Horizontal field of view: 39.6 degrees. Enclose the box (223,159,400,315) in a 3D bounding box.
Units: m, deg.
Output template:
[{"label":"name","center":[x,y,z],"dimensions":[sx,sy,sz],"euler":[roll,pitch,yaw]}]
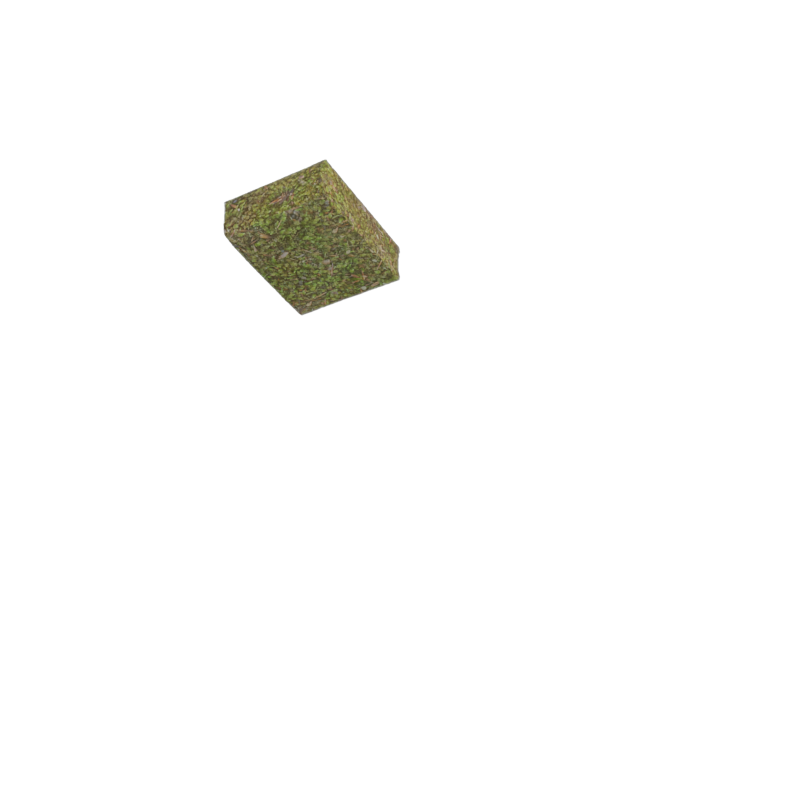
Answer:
[{"label":"box","center":[-0.065,-0.118,0.823],"dimensions":[0.090,0.042,0.105],"euler":[-19,-40,24]}]
